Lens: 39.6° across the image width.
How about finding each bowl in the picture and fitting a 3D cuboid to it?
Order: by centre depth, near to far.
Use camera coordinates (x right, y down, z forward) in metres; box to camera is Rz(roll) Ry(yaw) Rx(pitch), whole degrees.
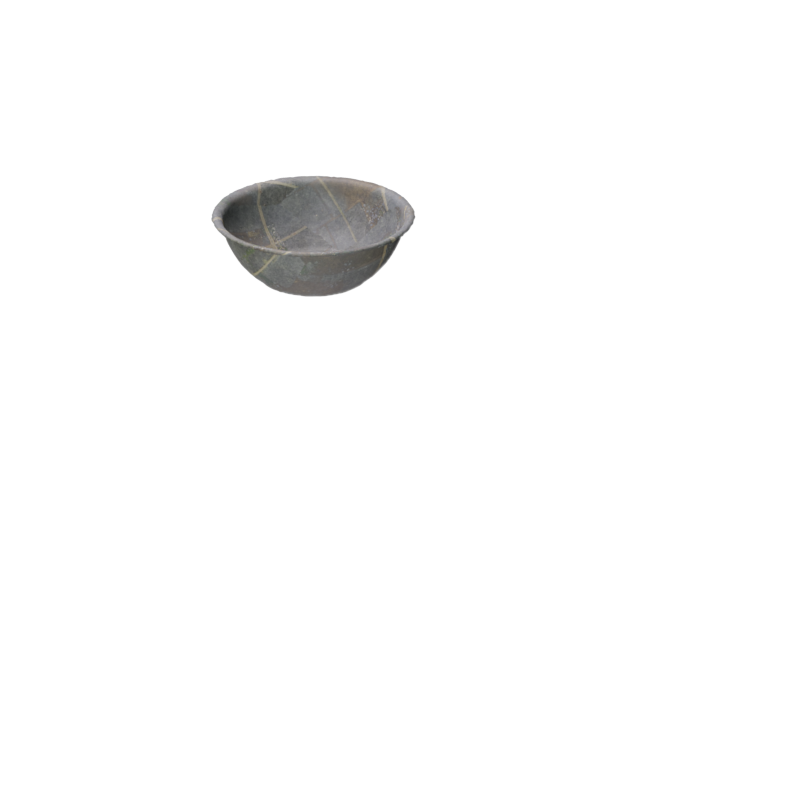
[{"bbox_3d":[-0.070,-0.128,0.895,0.162,0.052,0.172,-1,30,-2],"label":"bowl"}]
